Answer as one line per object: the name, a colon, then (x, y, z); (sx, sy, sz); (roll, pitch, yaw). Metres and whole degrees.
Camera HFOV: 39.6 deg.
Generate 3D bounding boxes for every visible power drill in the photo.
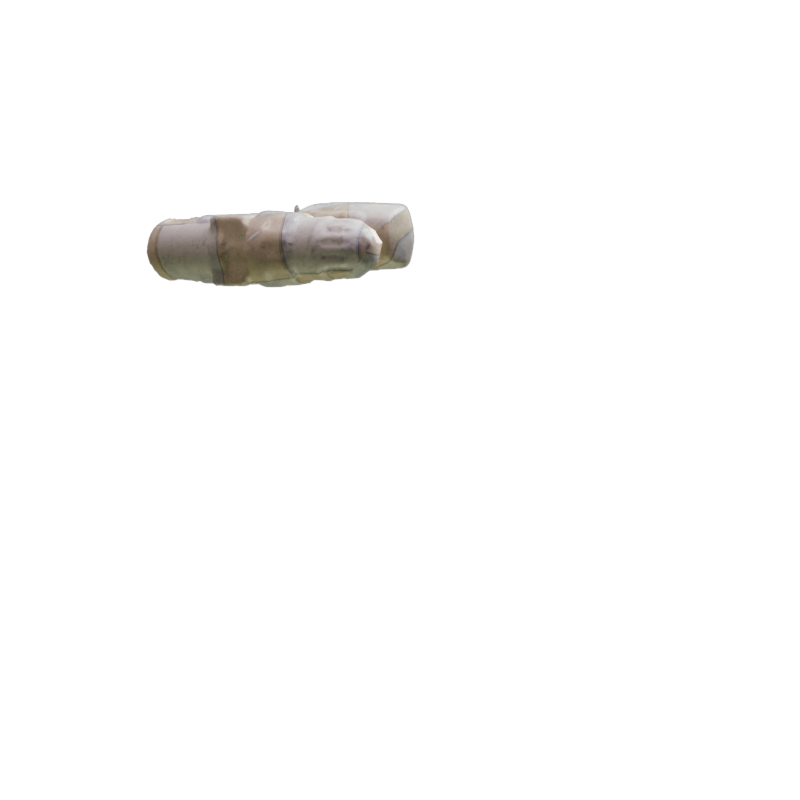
power drill: (-0.064, -0.117, 0.821); (0.192, 0.057, 0.183); (6, 11, 30)
